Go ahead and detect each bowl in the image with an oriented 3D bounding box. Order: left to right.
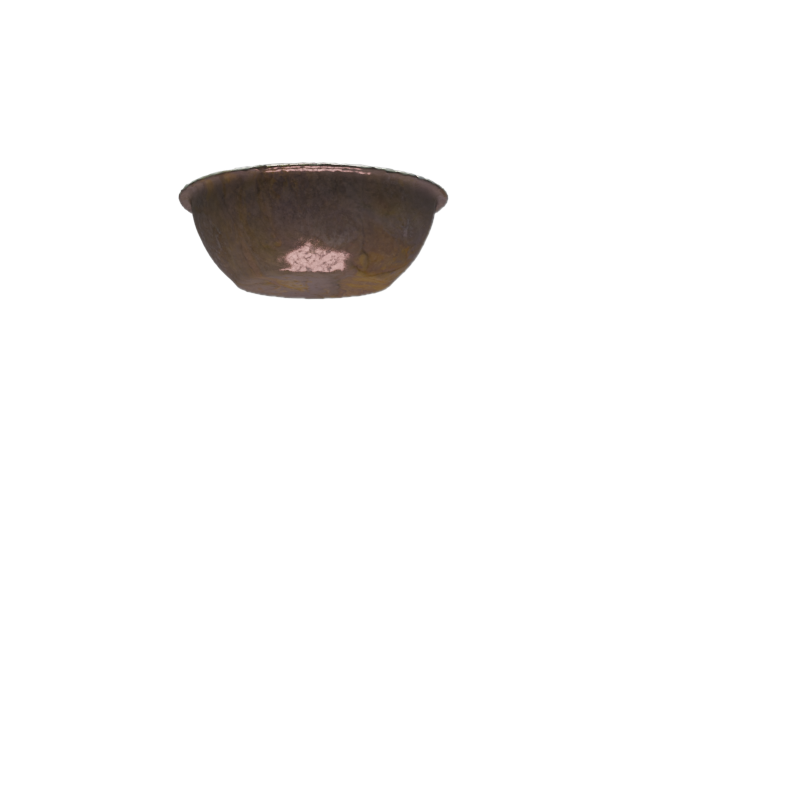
[{"bbox_3d":[-0.052,-0.094,0.662,0.162,0.056,0.159,0,-5,-2],"label":"bowl"}]
